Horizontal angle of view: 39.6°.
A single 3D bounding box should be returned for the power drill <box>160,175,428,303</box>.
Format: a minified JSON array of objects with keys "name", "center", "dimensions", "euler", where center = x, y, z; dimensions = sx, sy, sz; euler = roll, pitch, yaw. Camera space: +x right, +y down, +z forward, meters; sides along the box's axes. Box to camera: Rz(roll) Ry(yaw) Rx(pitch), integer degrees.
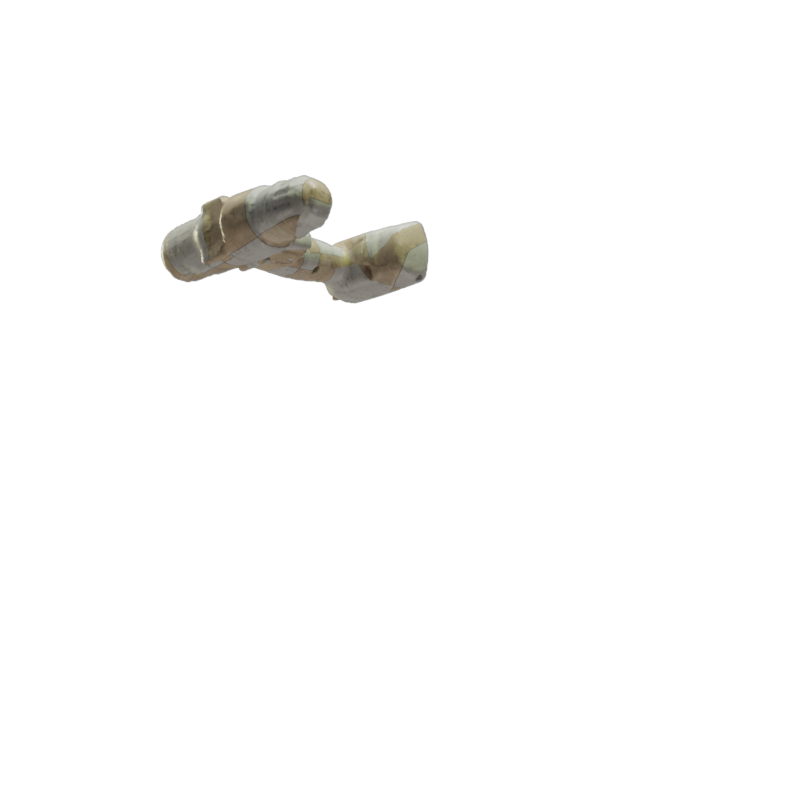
[{"name":"power drill","center":[-0.068,-0.125,0.872],"dimensions":[0.178,0.059,0.188],"euler":[8,-12,-41]}]
